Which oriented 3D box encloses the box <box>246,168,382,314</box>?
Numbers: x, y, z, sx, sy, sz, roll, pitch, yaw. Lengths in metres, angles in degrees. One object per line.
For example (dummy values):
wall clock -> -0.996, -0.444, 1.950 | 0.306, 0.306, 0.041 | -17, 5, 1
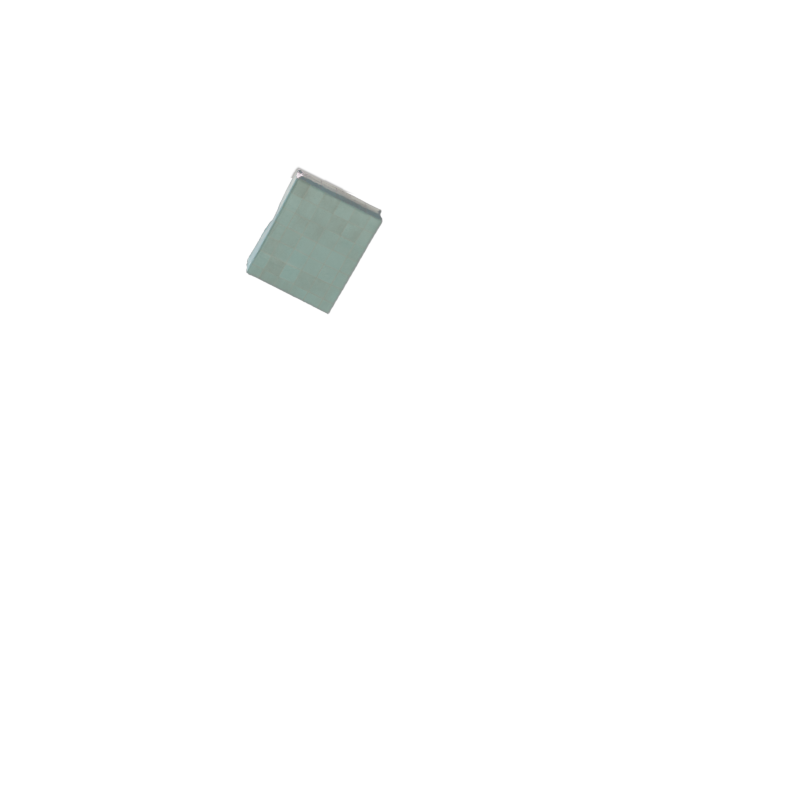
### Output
box -> -0.066, -0.121, 0.846 | 0.071, 0.087, 0.032 | 27, 19, -11
